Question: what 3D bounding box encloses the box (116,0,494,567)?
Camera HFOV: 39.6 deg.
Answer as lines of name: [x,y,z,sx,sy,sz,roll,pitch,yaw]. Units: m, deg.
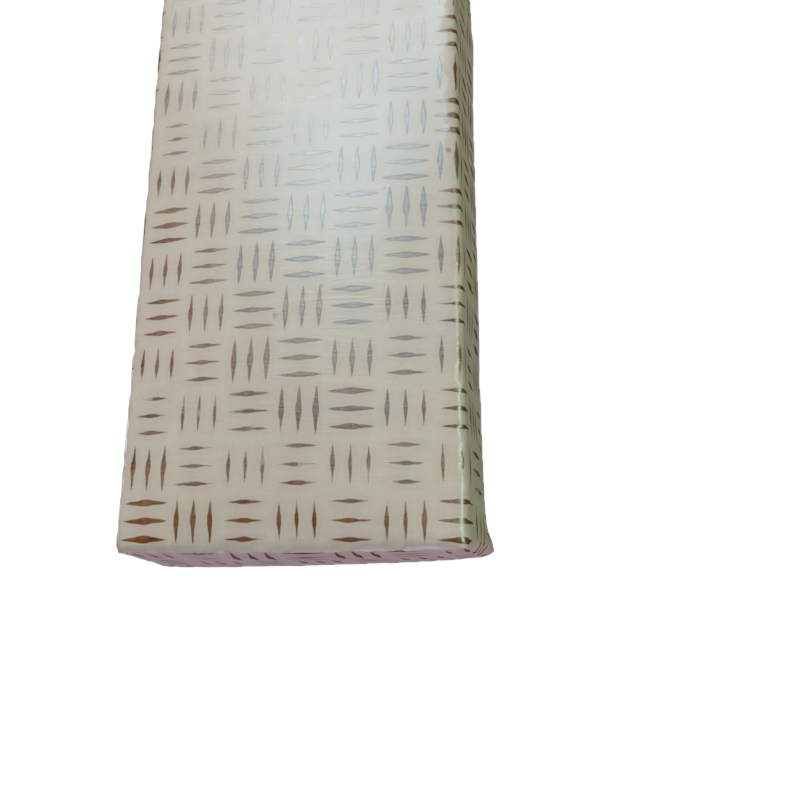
box: [-0.025,-0.045,0.316,0.095,0.184,0.045,-5,-19,12]
